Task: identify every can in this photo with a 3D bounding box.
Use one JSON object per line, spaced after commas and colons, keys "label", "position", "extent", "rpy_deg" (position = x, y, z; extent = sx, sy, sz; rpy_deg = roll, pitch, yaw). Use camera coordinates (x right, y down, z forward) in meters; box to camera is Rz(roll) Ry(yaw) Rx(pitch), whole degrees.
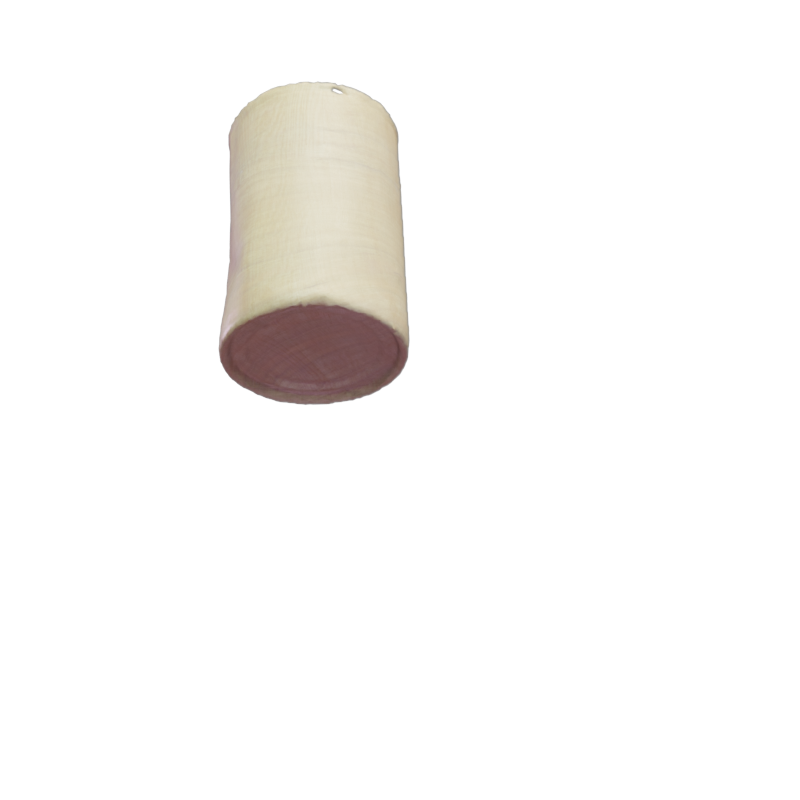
{"label": "can", "position": [-0.032, -0.059, 0.411], "extent": [0.068, 0.109, 0.064], "rpy_deg": [-1, -35, -2]}
